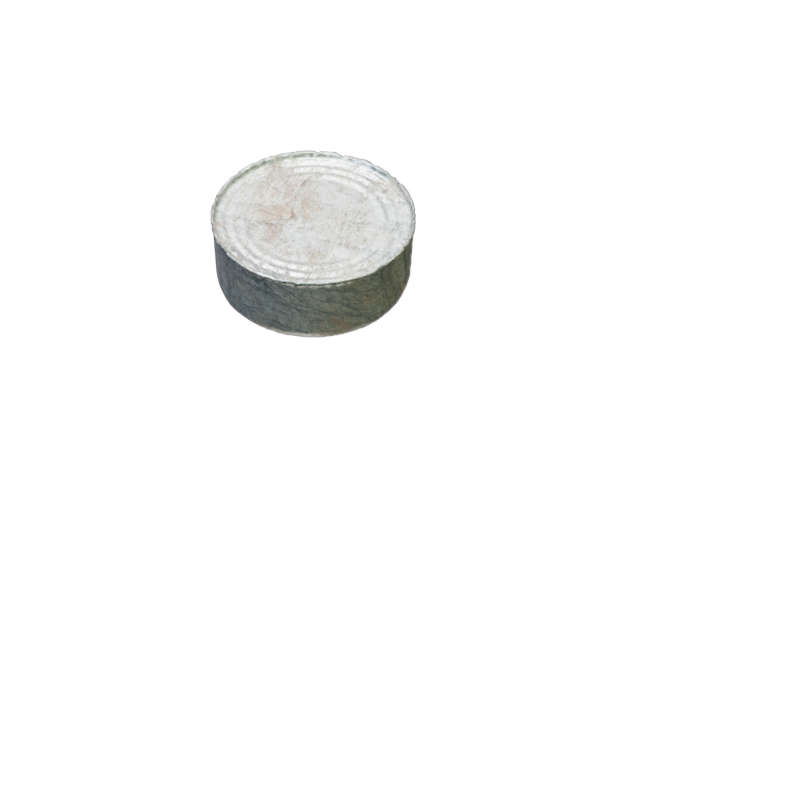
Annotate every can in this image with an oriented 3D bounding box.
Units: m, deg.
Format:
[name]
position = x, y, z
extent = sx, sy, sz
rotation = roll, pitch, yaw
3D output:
[can]
position = -0.037, -0.067, 0.472
extent = 0.086, 0.092, 0.031
rotation = -1, -44, -1
